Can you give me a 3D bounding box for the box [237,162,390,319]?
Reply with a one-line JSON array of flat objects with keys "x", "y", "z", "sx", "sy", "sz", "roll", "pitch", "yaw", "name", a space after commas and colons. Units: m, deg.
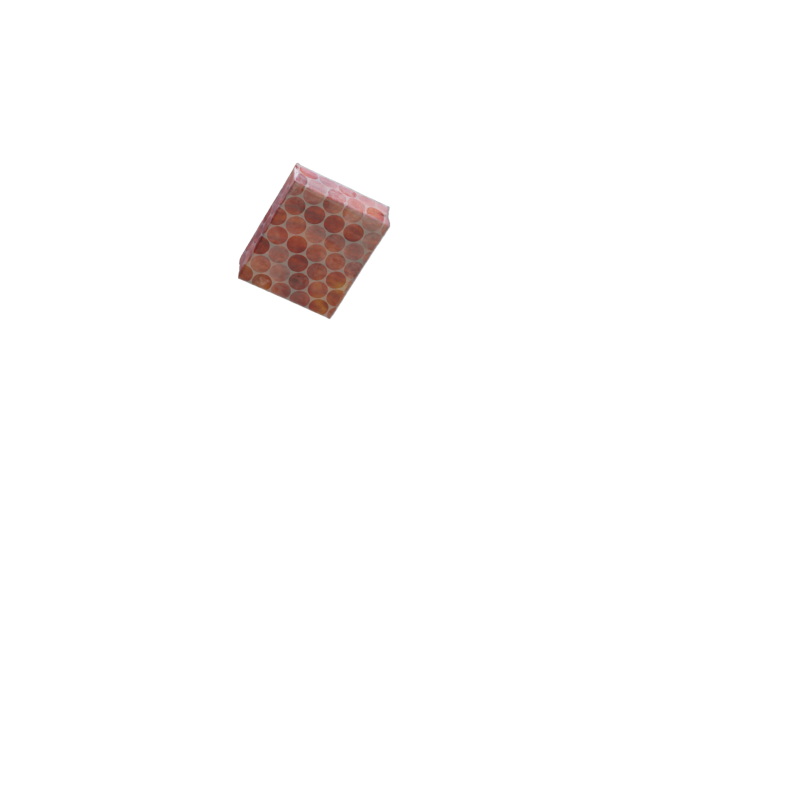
[{"x": -0.059, "y": -0.108, "z": 0.756, "sx": 0.071, "sy": 0.086, "sz": 0.032, "roll": 25, "pitch": 30, "yaw": -16, "name": "box"}]
